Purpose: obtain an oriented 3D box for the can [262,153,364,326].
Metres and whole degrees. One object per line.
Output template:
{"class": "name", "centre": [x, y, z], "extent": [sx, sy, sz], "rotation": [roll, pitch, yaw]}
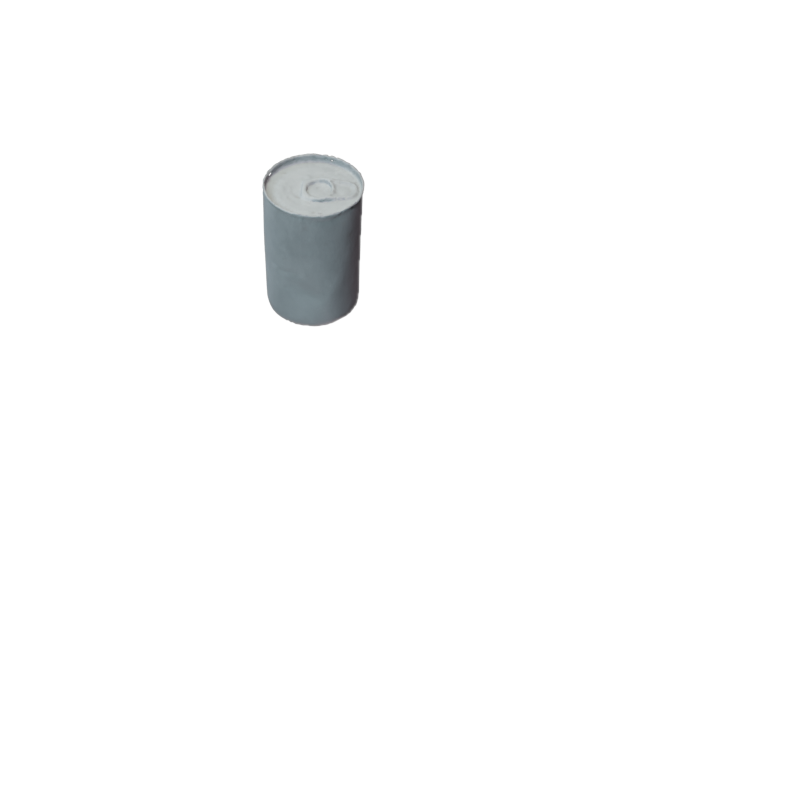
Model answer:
{"class": "can", "centre": [-0.060, -0.110, 0.767], "extent": [0.068, 0.095, 0.074], "rotation": [0, 44, -3]}
